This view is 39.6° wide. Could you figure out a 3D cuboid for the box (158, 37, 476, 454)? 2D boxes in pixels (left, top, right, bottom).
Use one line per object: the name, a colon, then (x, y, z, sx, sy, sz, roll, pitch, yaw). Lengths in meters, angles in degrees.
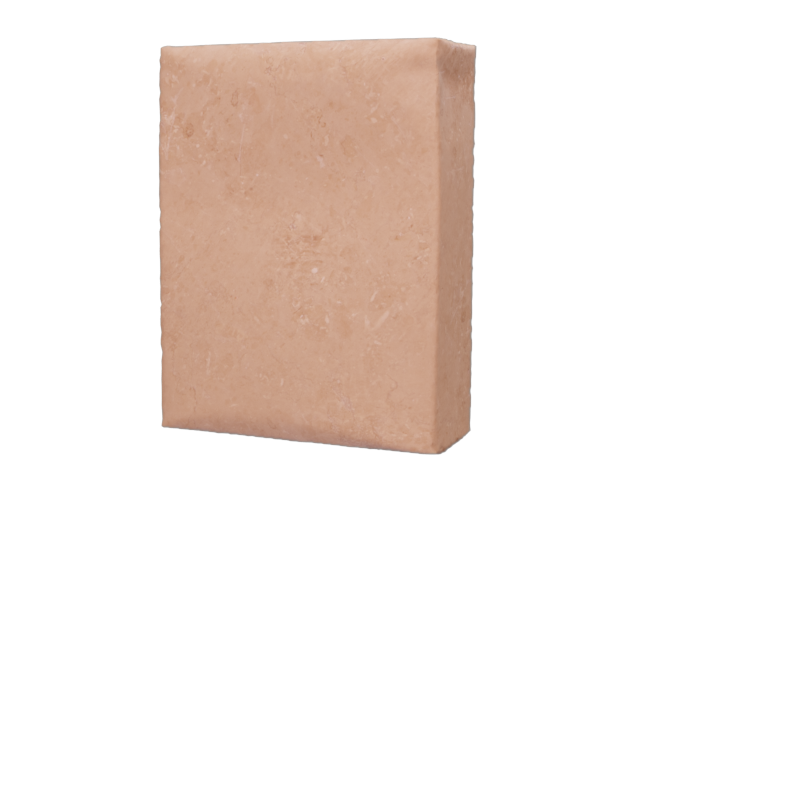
box: (-0.047, -0.086, 0.603, 0.169, 0.211, 0.071, 4, 7, 23)
